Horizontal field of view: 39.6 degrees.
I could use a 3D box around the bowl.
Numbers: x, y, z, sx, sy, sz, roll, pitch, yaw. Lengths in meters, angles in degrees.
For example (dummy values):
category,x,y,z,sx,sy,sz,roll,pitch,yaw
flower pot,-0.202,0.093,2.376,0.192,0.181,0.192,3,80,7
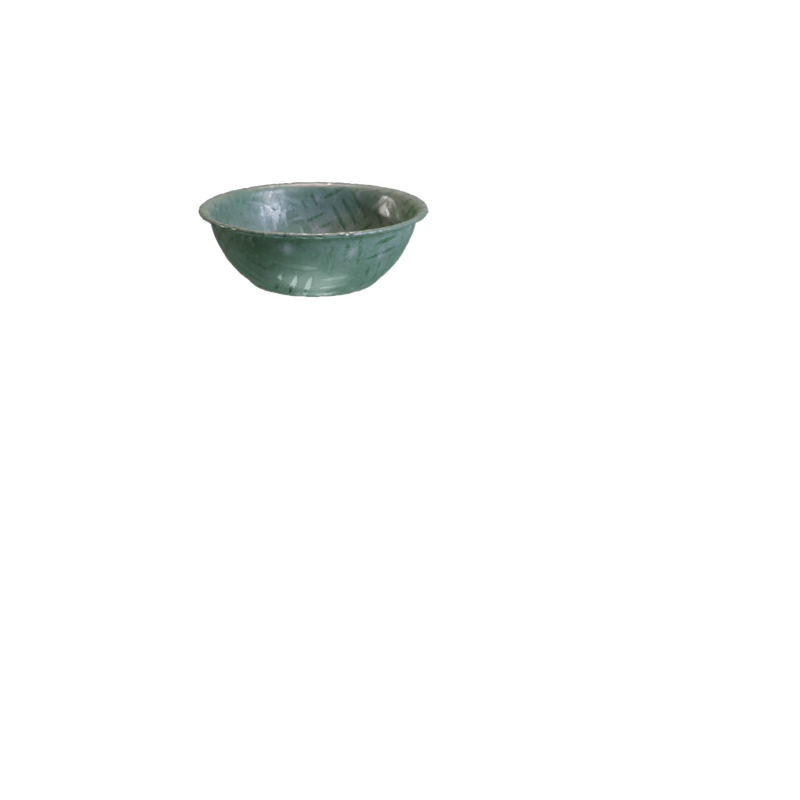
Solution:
category,x,y,z,sx,sy,sz,roll,pitch,yaw
bowl,-0.062,-0.113,0.789,0.162,0.053,0.169,-1,22,-2
